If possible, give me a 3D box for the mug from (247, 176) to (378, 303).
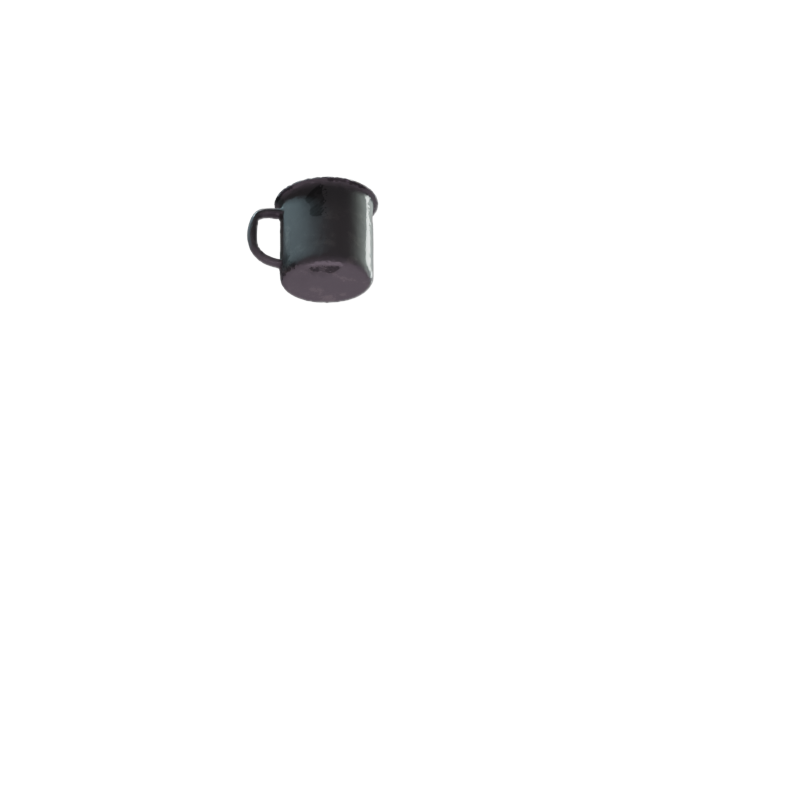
[{"bbox_3d":[-0.076,-0.139,0.971,0.115,0.086,0.090,6,-26,-15],"label":"mug"}]
